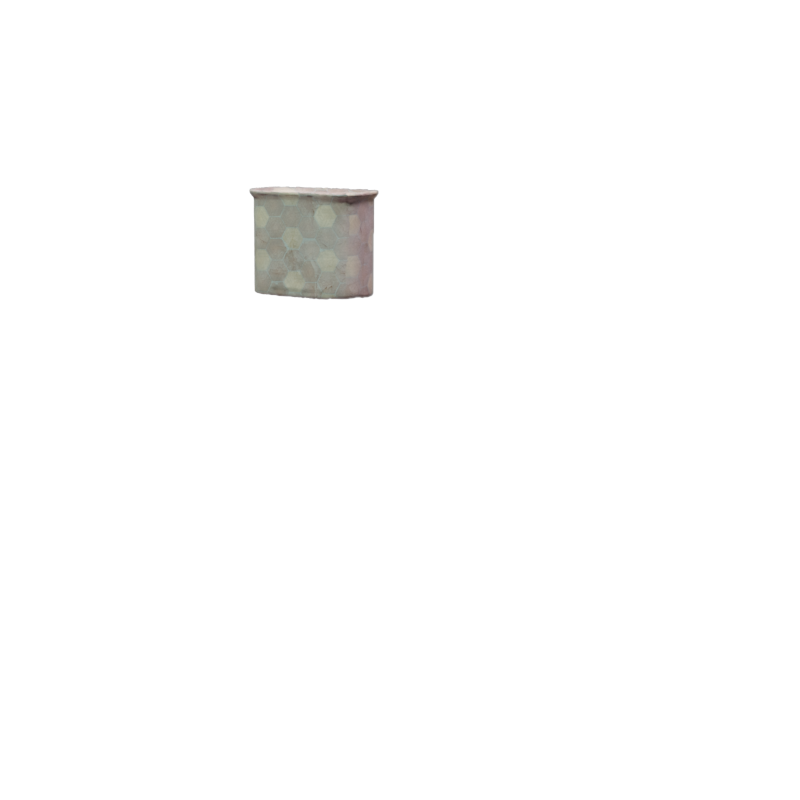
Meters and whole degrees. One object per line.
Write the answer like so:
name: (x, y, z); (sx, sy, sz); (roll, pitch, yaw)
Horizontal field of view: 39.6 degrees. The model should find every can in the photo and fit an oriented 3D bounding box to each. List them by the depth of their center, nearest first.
can: (-0.069, -0.126, 0.883); (0.106, 0.082, 0.056); (6, 10, 29)
